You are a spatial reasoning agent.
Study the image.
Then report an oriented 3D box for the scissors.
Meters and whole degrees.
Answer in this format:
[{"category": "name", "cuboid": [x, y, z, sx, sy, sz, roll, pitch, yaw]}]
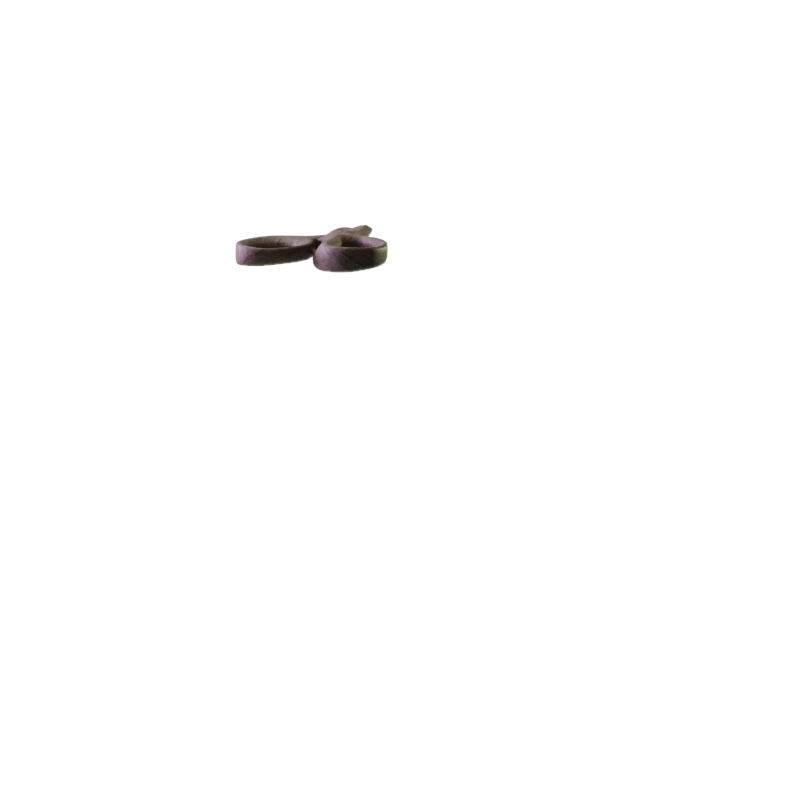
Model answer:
[{"category": "scissors", "cuboid": [-0.054, -0.099, 0.696, 0.095, 0.015, 0.208, -2, 13, -7]}]
